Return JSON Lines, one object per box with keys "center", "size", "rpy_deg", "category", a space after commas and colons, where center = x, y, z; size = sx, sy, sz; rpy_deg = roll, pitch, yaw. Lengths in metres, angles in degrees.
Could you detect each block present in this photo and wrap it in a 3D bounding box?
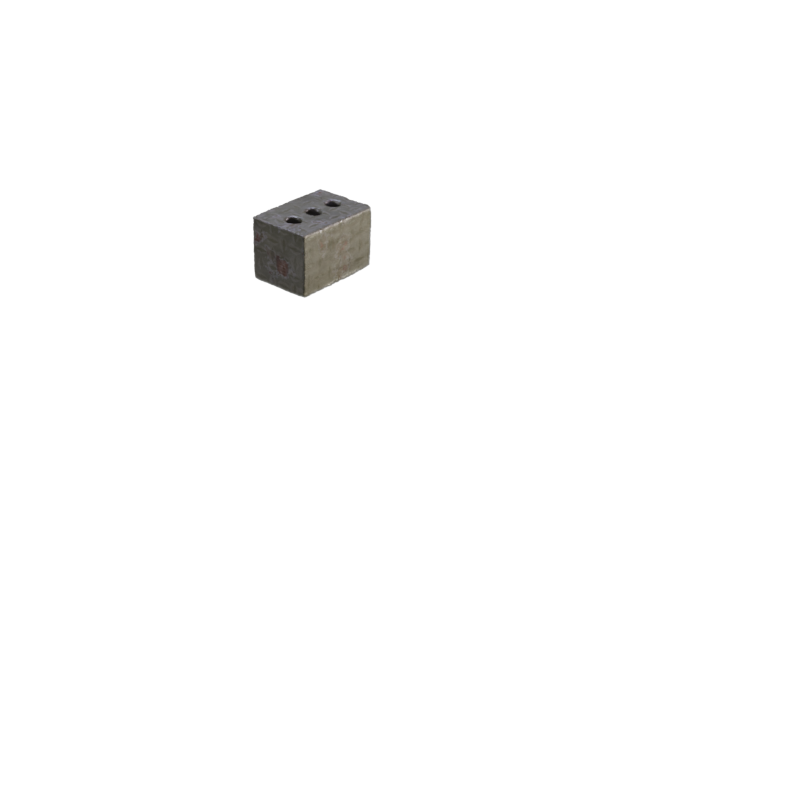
{"center": [-0.065, -0.119, 0.833], "size": [0.056, 0.048, 0.078], "rpy_deg": [22, 35, 33], "category": "block"}
